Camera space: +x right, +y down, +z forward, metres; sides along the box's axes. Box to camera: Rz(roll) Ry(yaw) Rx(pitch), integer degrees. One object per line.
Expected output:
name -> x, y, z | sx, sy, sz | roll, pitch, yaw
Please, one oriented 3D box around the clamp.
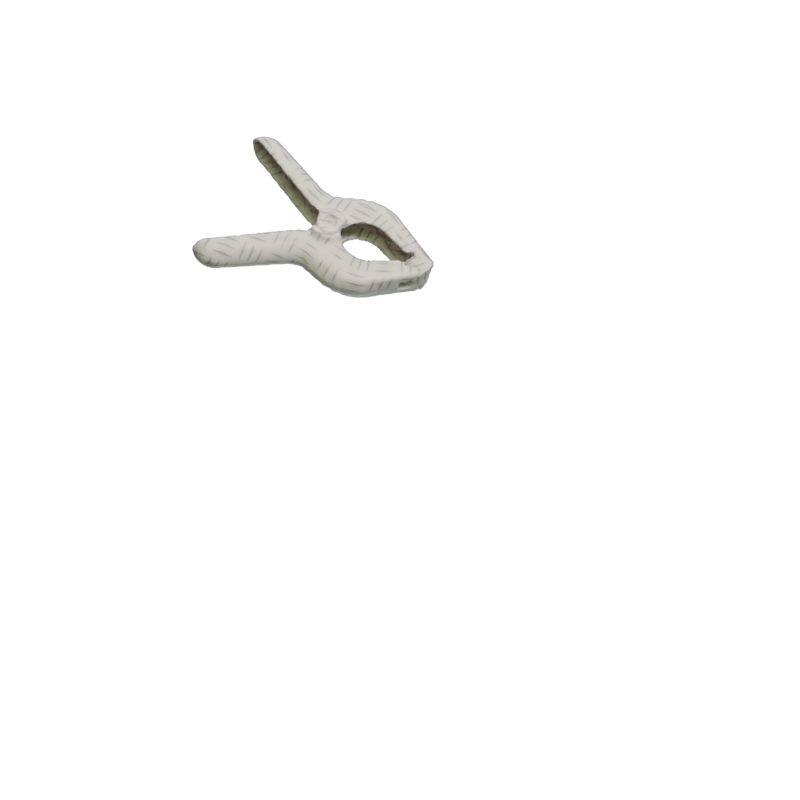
clamp -> -0.064, -0.117, 0.817 | 0.177, 0.123, 0.037 | 29, -23, 13
